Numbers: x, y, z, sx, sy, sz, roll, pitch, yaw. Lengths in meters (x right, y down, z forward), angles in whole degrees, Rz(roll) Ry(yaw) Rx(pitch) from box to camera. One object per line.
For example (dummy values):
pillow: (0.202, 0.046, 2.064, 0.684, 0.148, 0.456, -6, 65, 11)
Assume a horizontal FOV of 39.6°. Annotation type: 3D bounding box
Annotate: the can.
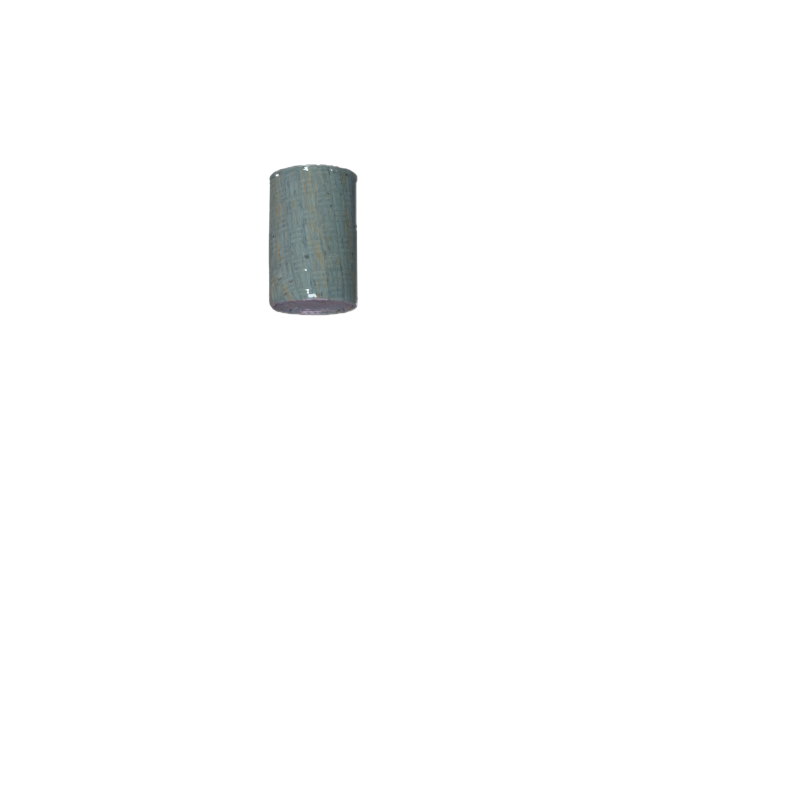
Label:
can: (-0.066, -0.120, 0.840, 0.068, 0.105, 0.067, 0, -12, -2)
